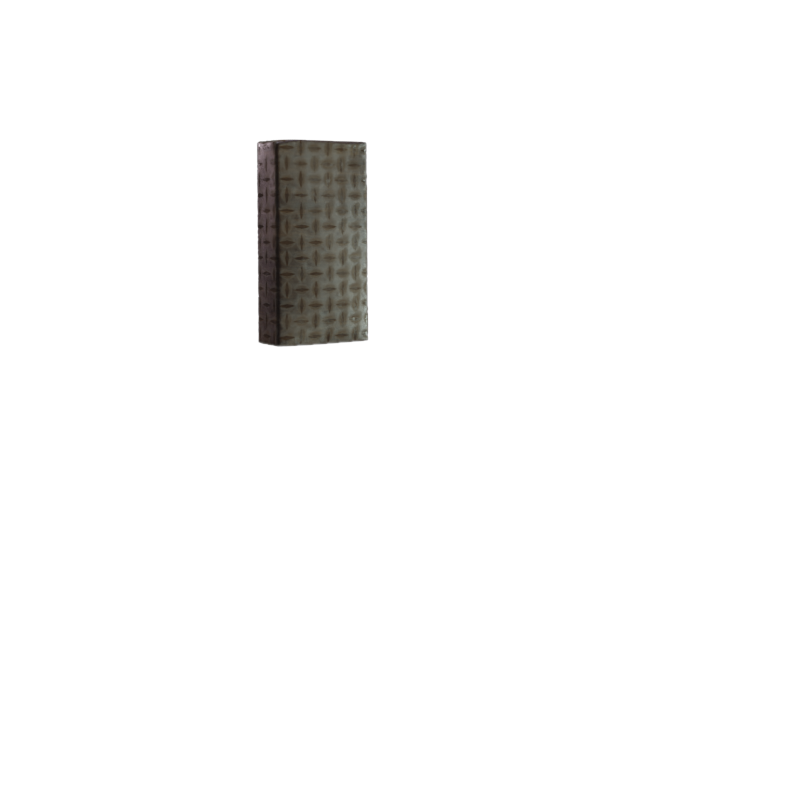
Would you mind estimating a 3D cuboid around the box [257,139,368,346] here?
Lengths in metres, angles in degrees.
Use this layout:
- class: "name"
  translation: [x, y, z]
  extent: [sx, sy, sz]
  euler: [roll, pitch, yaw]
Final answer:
- class: "box"
  translation: [-0.076, -0.138, 0.968]
  extent: [0.090, 0.175, 0.050]
  euler: [-3, 5, -31]
